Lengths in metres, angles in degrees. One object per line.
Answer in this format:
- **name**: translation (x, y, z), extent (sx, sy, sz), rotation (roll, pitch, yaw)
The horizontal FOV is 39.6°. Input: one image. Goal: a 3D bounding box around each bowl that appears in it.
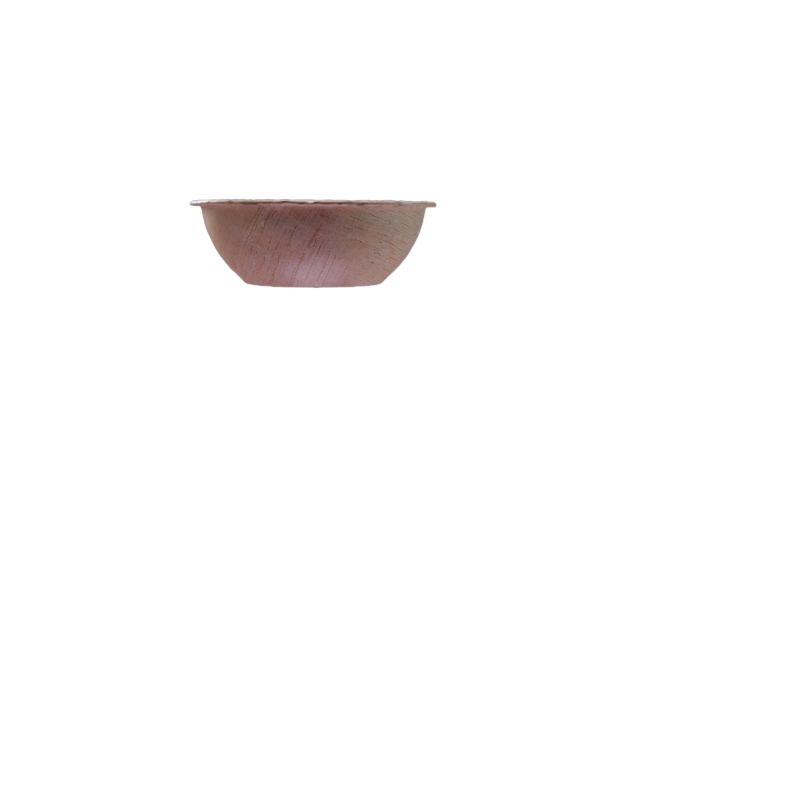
- **bowl**: translation (-0.057, -0.104, 0.730), extent (0.162, 0.054, 0.165), rotation (0, 9, -2)
